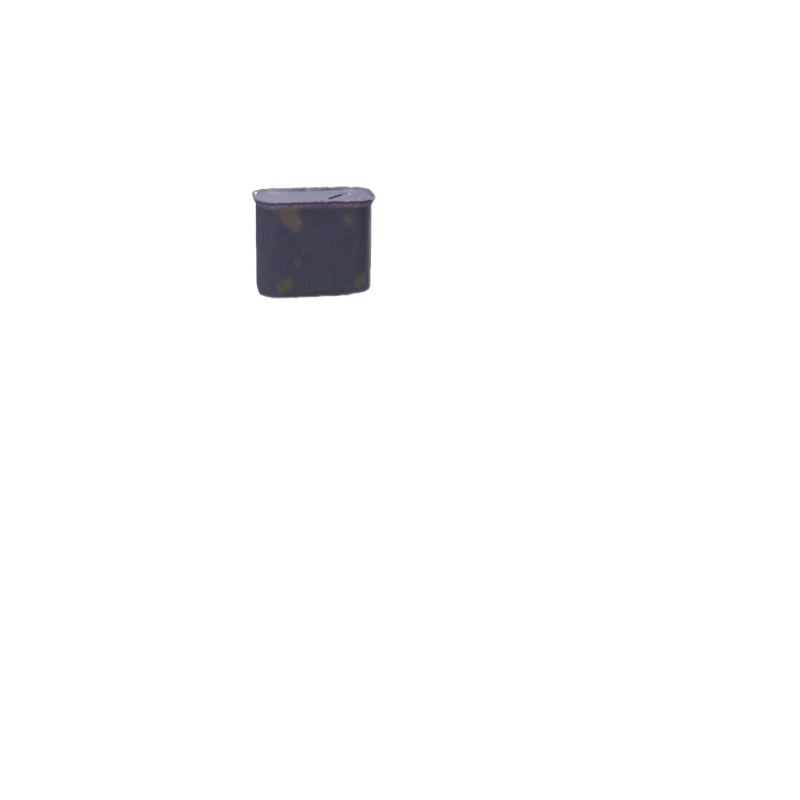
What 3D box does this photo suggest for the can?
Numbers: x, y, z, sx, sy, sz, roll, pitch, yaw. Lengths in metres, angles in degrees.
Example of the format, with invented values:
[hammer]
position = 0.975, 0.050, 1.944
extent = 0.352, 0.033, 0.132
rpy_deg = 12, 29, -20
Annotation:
[can]
position = -0.073, -0.134, 0.939
extent = 0.101, 0.081, 0.060
rpy_deg = -2, 17, -9
